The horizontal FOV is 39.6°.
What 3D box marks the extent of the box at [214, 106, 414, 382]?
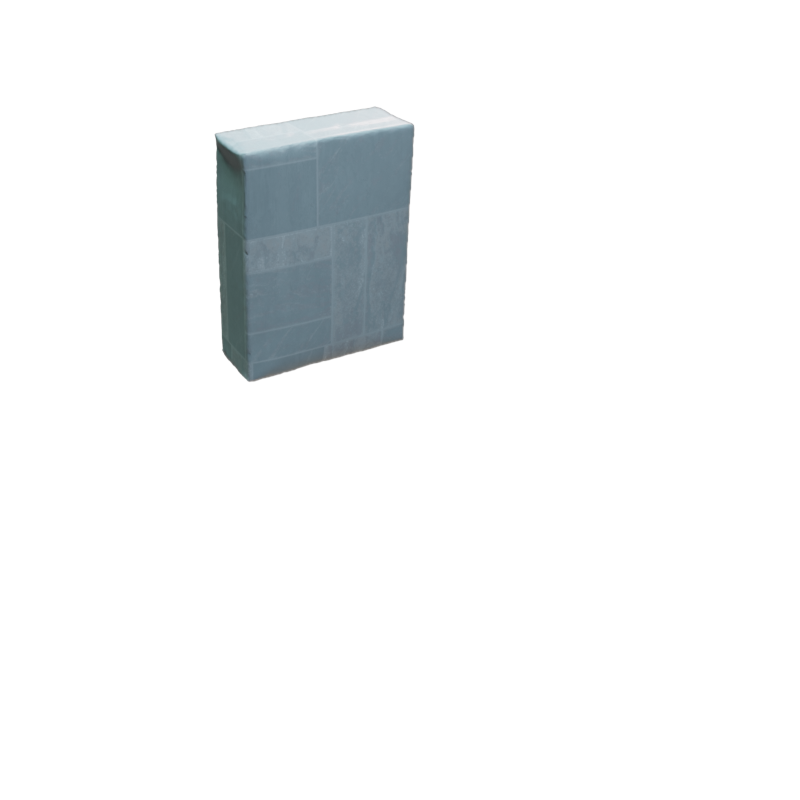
[{"bbox_3d":[-0.077,-0.140,0.979,0.161,0.202,0.077,-14,30,-28],"label":"box"}]
